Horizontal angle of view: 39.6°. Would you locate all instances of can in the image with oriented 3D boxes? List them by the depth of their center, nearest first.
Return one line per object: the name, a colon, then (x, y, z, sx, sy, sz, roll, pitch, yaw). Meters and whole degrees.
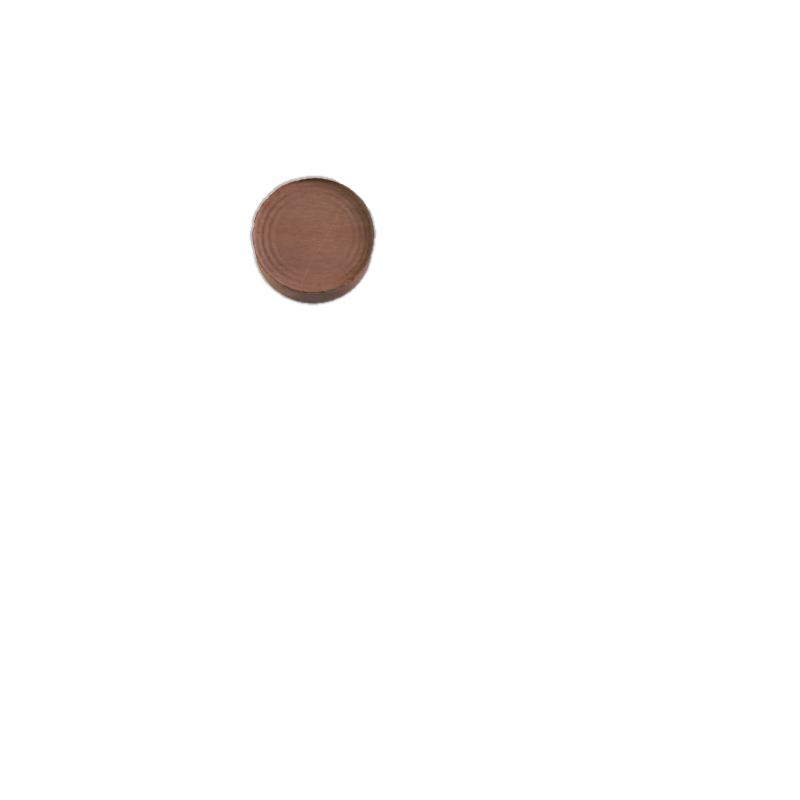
can: (-0.061, -0.112, 0.784, 0.086, 0.090, 0.032, -1, -18, -1)
